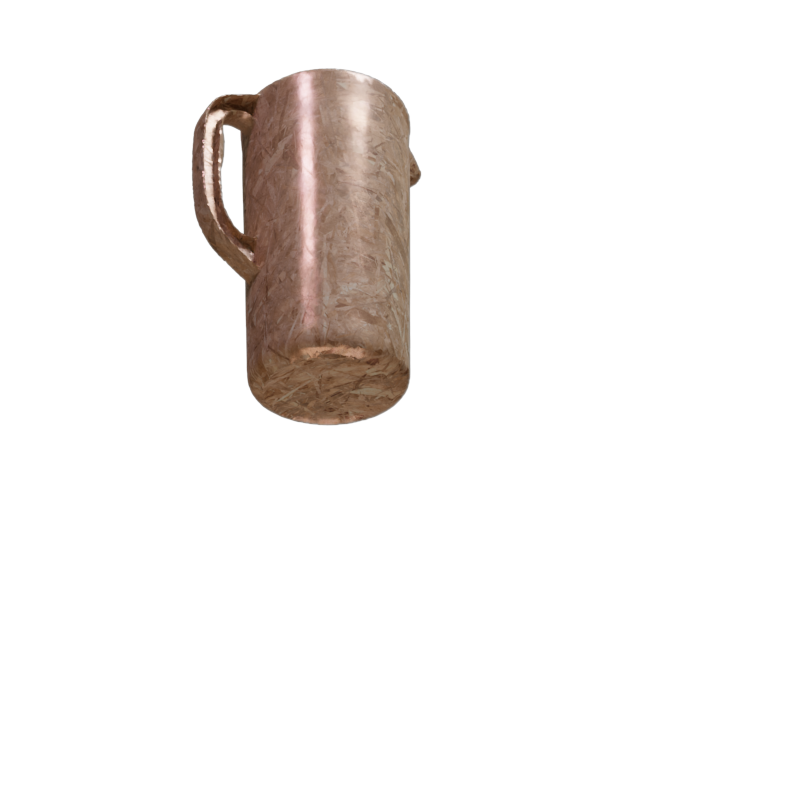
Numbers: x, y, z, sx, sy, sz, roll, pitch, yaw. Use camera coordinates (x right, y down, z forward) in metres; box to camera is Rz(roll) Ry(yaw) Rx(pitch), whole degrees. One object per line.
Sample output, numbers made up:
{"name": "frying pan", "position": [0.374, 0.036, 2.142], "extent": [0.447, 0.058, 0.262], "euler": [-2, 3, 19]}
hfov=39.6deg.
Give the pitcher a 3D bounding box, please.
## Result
{"name": "pitcher", "position": [-0.062, -0.113, 0.794], "extent": [0.150, 0.260, 0.134], "euler": [-9, -35, 10]}
